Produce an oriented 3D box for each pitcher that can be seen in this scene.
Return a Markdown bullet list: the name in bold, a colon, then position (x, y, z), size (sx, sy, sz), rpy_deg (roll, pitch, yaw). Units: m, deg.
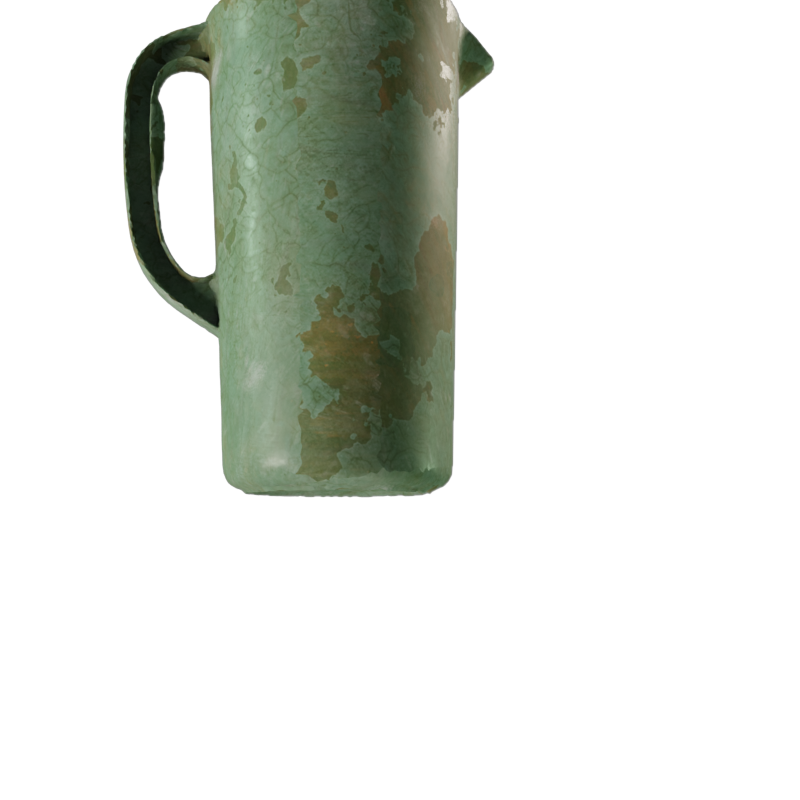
- **pitcher**: position (-0.043, -0.078, 0.547), size (0.153, 0.251, 0.137), rpy_deg (-10, -15, 35)
